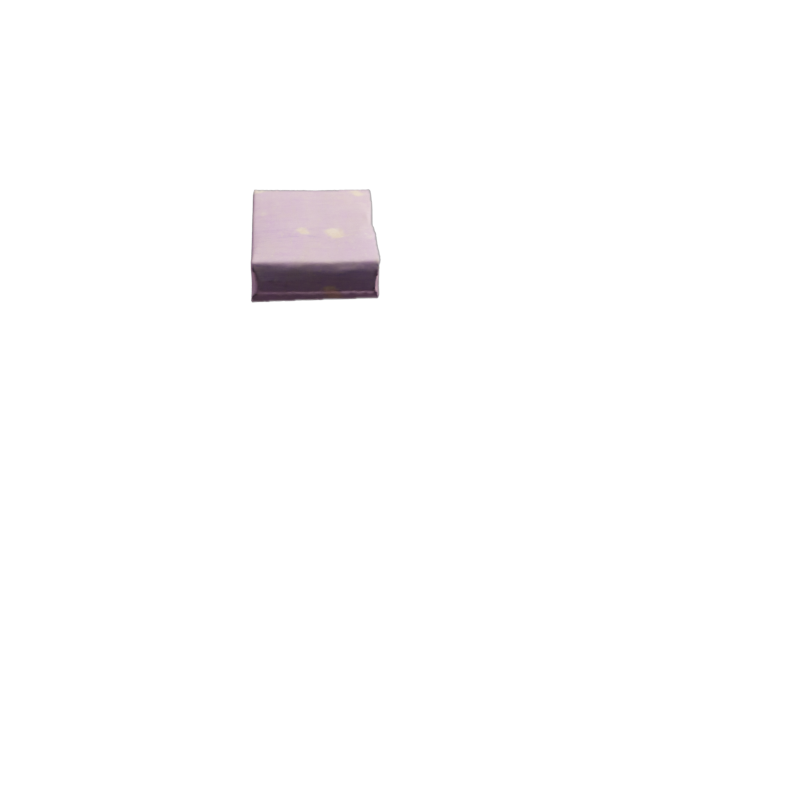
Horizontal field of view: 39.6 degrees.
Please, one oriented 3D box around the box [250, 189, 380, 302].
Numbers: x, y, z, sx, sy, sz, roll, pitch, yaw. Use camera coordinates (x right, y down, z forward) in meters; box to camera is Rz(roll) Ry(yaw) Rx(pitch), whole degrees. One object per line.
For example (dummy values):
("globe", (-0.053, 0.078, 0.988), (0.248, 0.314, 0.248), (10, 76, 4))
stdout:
("box", (-0.051, -0.093, 0.653), (0.073, 0.028, 0.095), (-2, 35, -3))
